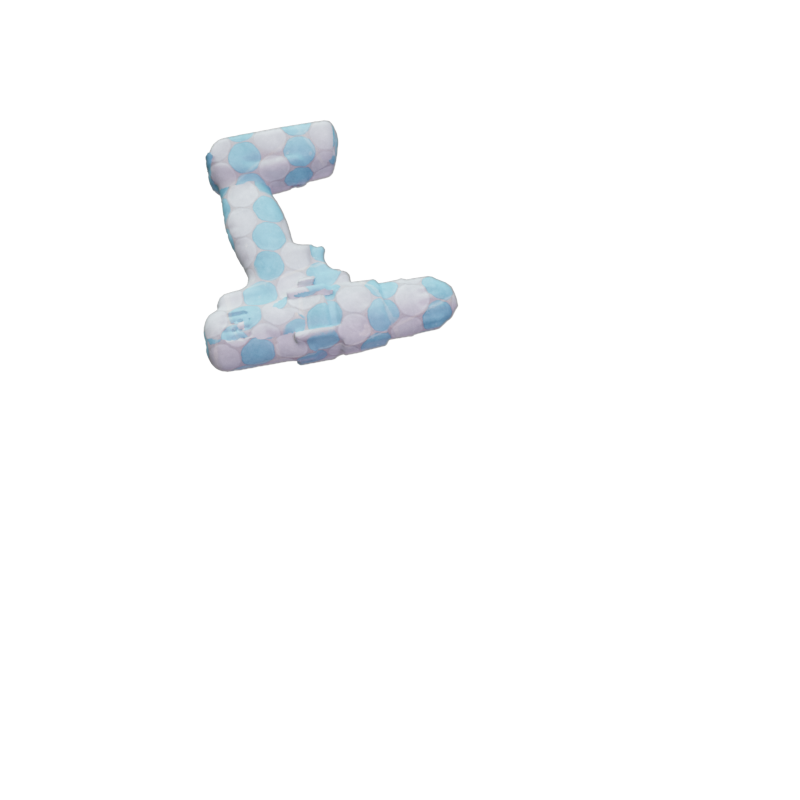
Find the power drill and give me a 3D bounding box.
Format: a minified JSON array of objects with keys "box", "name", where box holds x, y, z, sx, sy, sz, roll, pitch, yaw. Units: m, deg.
[{"box":[-0.065,-0.119,0.833,0.183,0.201,0.054,-11,-29,-6],"name":"power drill"}]
